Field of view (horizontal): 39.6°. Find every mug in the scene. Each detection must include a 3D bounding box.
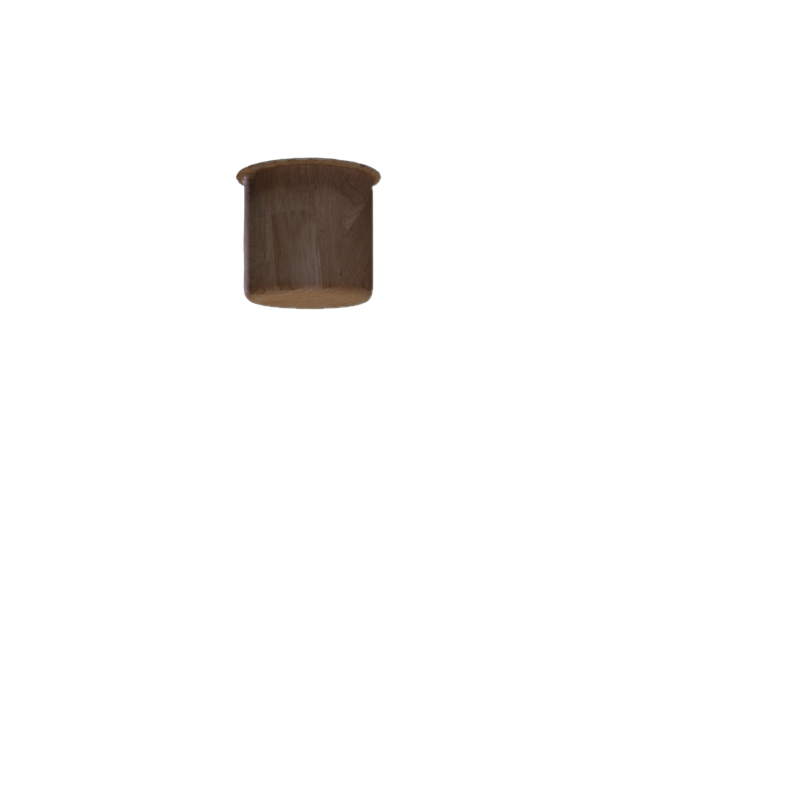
[{"bbox_3d":[-0.056,-0.102,0.714,0.095,0.083,0.113,-2,-6,12],"label":"mug"}]
